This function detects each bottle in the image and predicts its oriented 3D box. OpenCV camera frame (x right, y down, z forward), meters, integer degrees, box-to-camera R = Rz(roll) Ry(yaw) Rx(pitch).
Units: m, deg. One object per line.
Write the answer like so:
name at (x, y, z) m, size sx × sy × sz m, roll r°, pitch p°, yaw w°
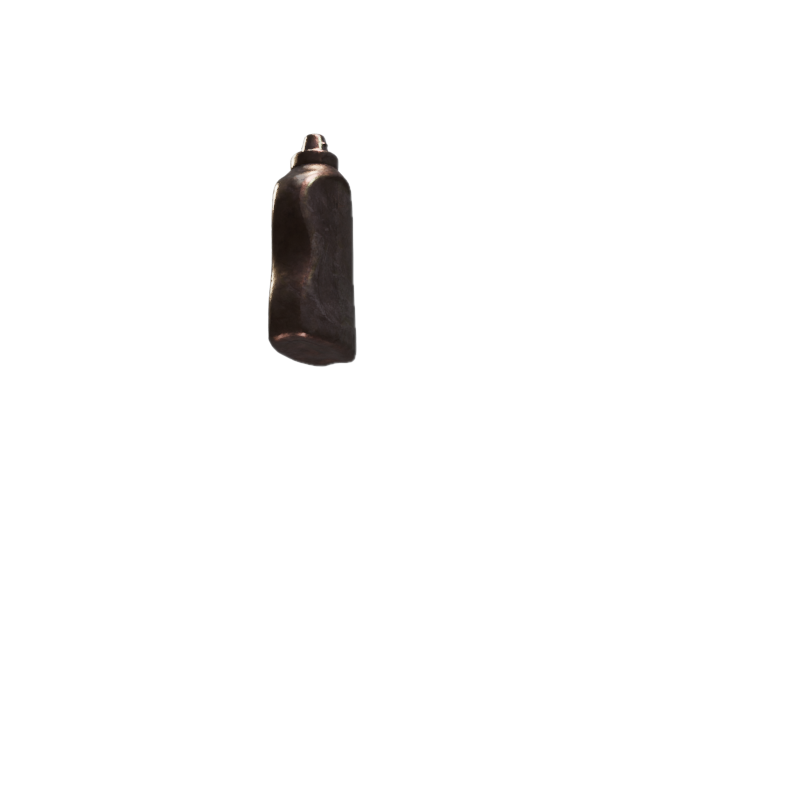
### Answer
bottle at (-0.071, -0.130, 0.913) m, size 0.059 × 0.201 × 0.090 m, roll -12°, pitch -22°, yaw 25°
